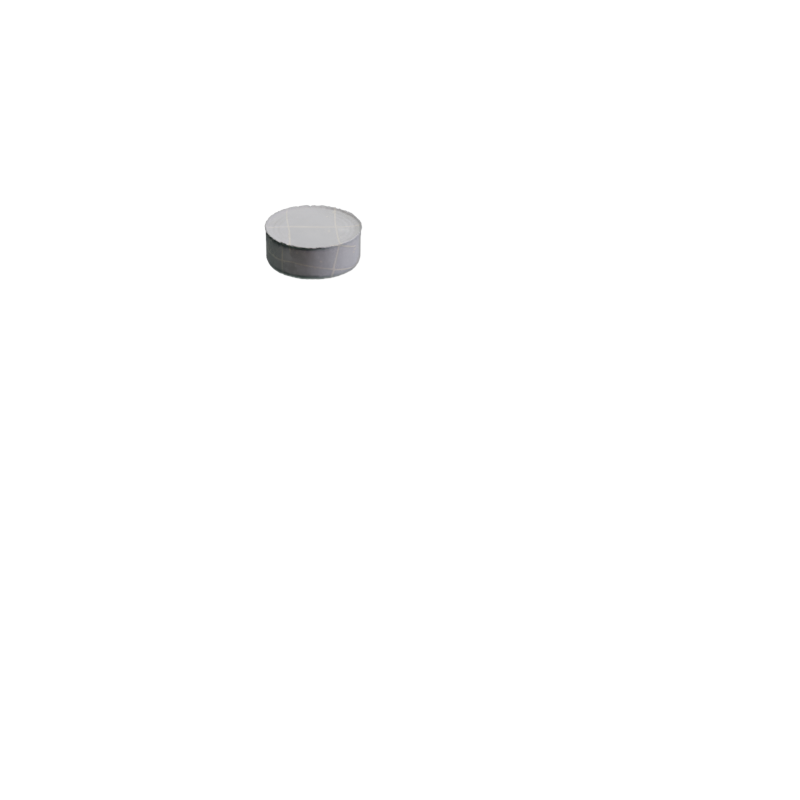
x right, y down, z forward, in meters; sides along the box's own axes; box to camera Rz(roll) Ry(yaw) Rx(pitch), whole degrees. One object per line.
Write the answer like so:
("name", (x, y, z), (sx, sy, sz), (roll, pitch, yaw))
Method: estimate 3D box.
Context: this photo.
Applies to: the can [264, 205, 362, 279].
("can", (-0.077, -0.141, 0.985), (0.086, 0.032, 0.091), (-1, 32, -2))
